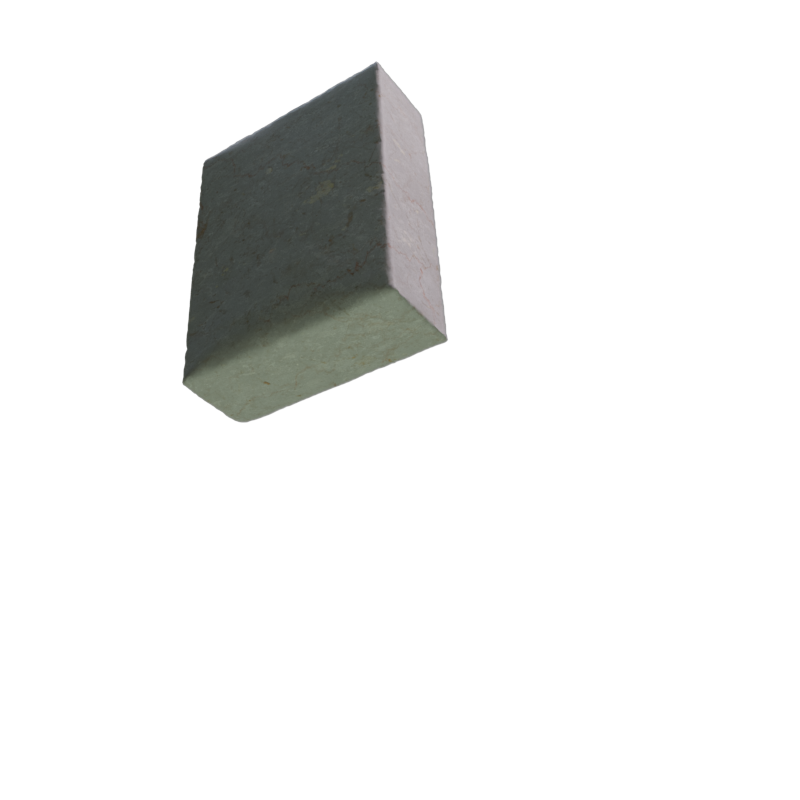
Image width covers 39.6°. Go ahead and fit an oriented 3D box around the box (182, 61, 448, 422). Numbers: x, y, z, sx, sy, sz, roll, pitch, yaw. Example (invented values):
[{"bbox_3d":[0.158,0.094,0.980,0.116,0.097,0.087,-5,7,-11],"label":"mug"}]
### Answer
[{"bbox_3d":[-0.060,-0.109,0.762,0.165,0.229,0.067,-24,-44,24],"label":"box"}]
